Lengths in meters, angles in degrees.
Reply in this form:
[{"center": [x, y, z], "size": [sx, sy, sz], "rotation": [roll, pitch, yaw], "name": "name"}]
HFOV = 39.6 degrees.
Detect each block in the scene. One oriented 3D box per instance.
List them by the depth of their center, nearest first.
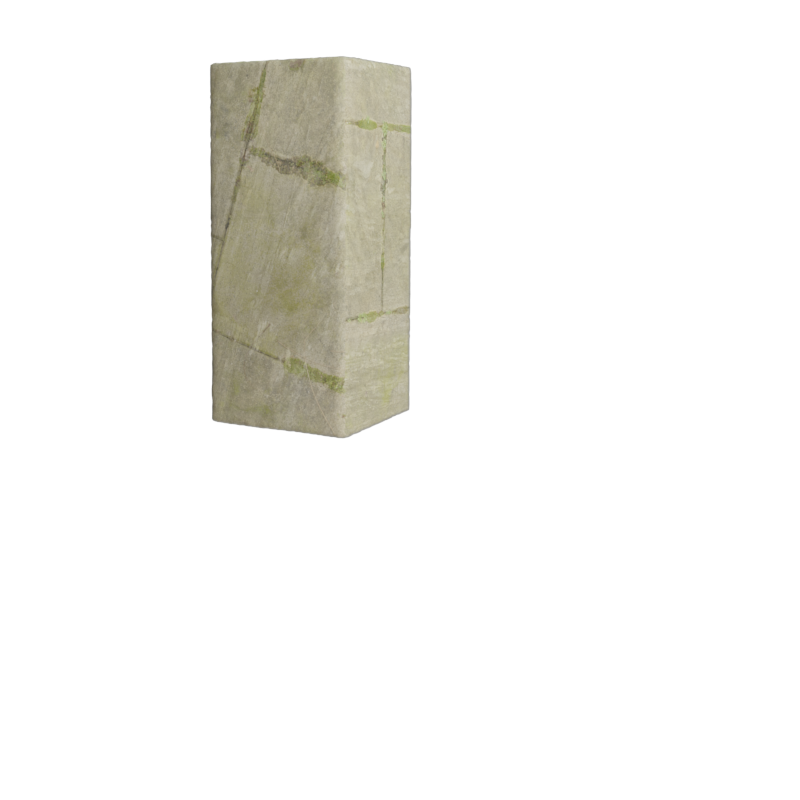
[{"center": [-0.050, -0.093, 0.650], "size": [0.093, 0.204, 0.088], "rotation": [3, 6, 27], "name": "block"}]
